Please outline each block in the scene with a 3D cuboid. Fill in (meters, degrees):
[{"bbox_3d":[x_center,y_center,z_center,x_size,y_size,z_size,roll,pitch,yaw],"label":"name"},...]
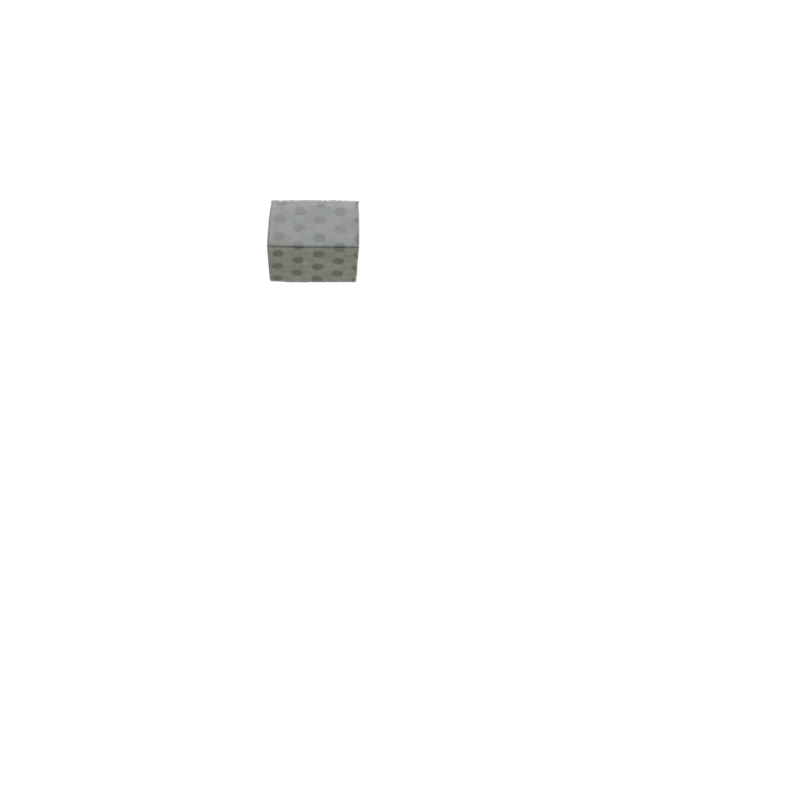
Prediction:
[{"bbox_3d":[-0.075,-0.136,0.954,0.078,0.055,0.049,0,-33,-2],"label":"block"}]
